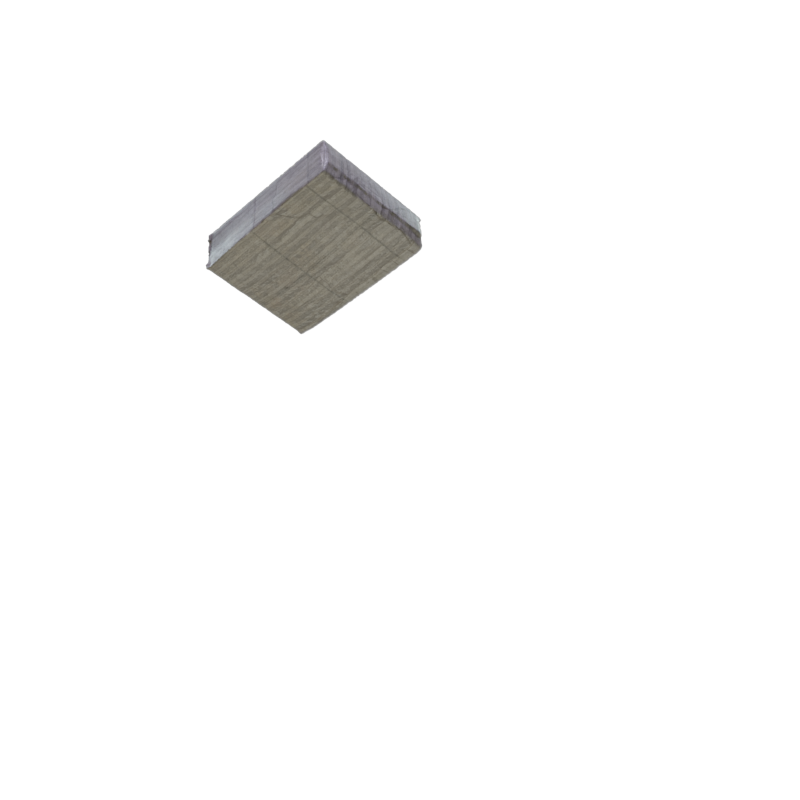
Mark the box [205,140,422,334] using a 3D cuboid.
[{"bbox_3d":[-0.056,-0.102,0.717,0.112,0.042,0.085,-36,-57,27],"label":"box"}]
